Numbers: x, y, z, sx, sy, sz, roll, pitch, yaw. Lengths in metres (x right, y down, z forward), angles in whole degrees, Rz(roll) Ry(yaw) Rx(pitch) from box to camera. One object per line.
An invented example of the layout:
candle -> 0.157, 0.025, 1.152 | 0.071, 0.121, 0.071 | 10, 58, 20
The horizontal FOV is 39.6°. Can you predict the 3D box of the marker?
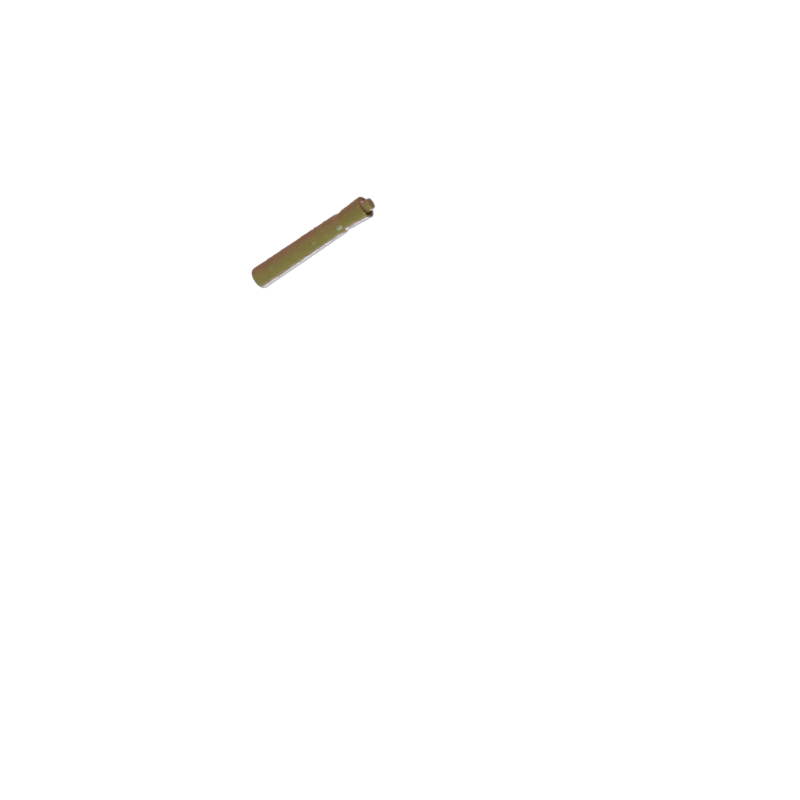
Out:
marker -> -0.068, -0.125, 0.872 | 0.120, 0.020, 0.019 | -29, -12, 28
